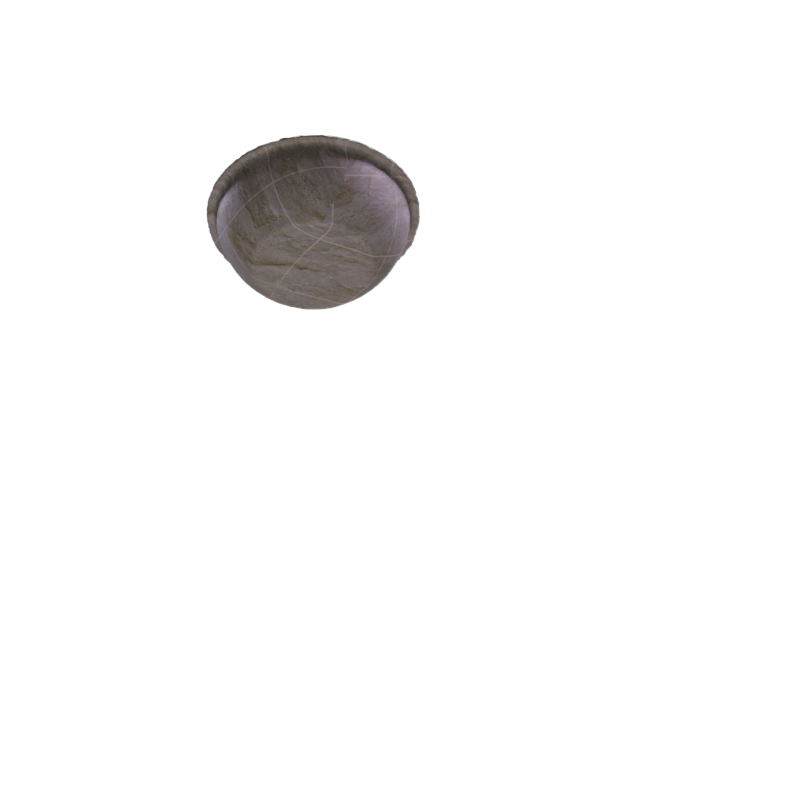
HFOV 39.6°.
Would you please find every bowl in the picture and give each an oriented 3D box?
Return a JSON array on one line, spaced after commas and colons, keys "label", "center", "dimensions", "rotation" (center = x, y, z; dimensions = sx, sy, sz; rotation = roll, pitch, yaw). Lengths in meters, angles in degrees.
[{"label": "bowl", "center": [-0.064, -0.117, 0.820], "dimensions": [0.162, 0.059, 0.151], "rotation": [1, -41, -1]}]
